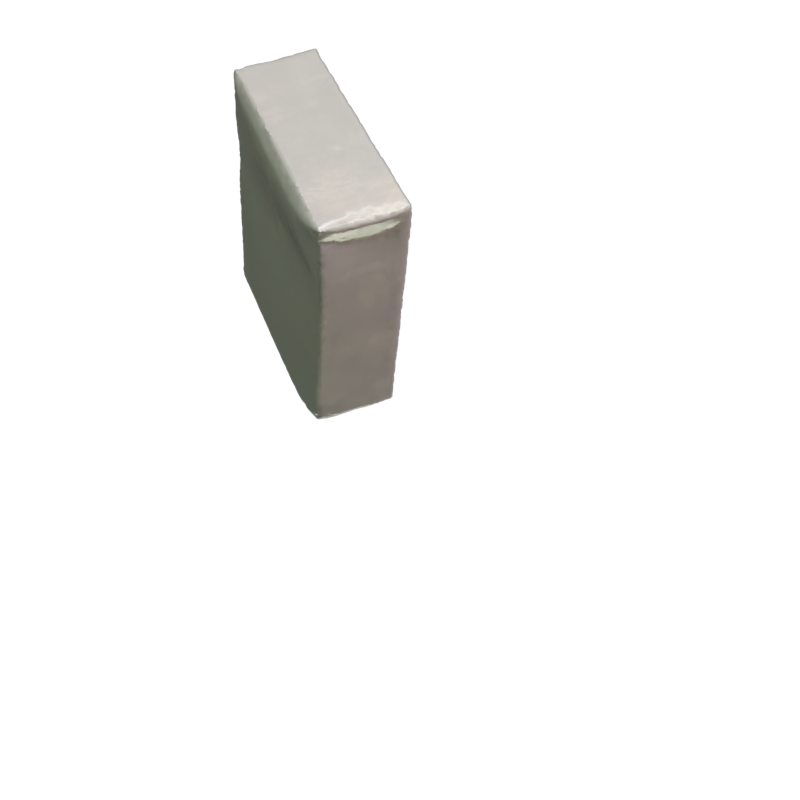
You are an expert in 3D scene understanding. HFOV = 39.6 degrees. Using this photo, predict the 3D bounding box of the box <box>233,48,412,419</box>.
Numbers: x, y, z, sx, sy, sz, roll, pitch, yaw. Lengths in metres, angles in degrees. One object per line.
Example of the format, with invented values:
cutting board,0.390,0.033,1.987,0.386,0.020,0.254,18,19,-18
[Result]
box,-0.062,-0.113,0.791,0.071,0.177,0.199,-17,-34,-16
